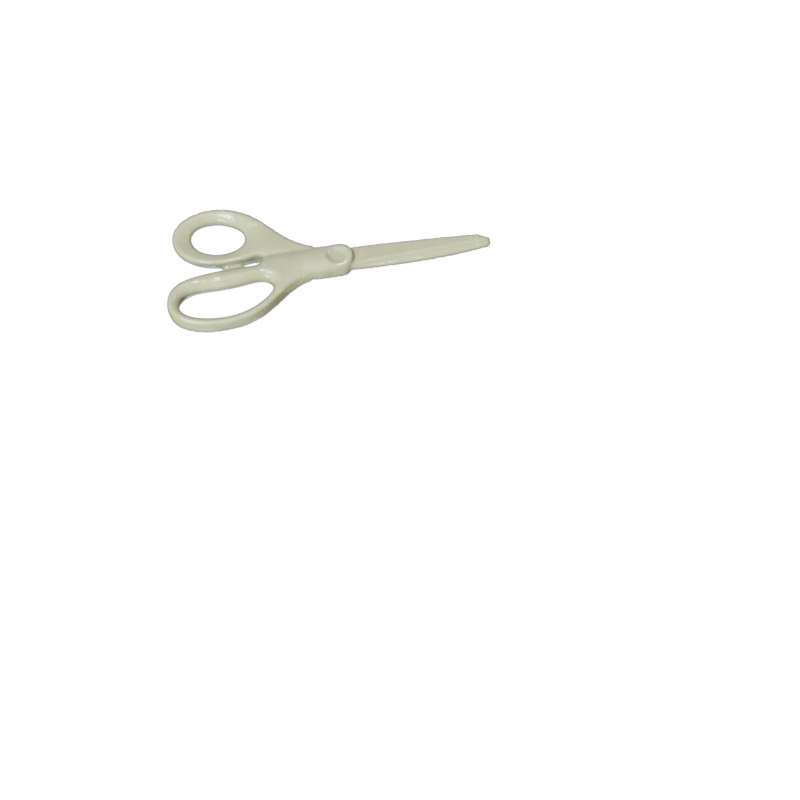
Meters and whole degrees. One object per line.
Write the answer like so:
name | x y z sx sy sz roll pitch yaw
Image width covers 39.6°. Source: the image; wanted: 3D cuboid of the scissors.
scissors | -0.054 -0.099 0.694 0.200 0.103 0.015 -22 -33 -15
